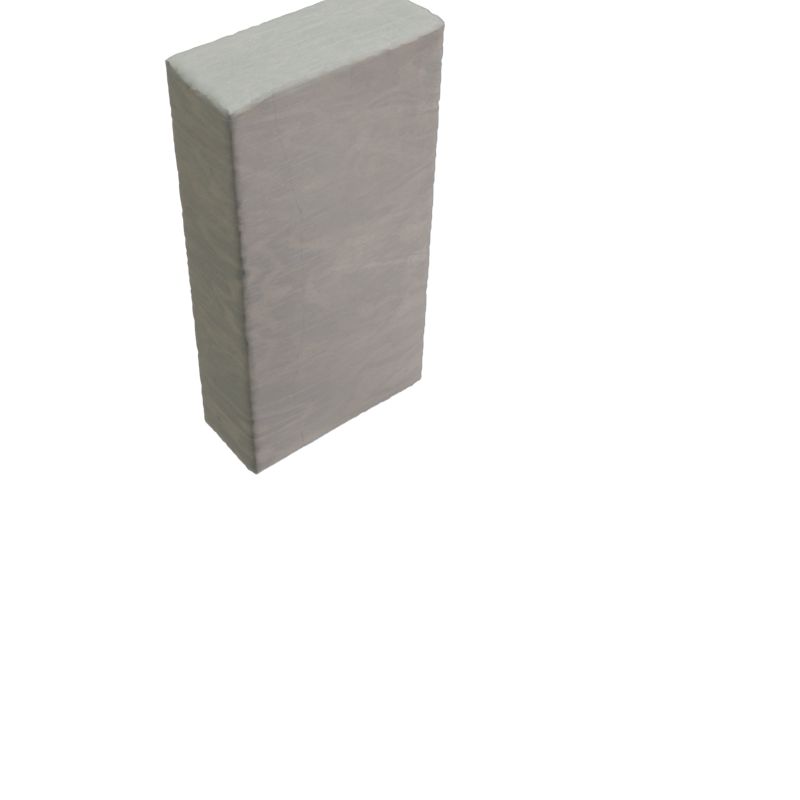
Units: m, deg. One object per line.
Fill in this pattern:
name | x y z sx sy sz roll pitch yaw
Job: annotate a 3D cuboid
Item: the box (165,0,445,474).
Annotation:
box | -0.033 -0.060 0.423 0.093 0.164 0.052 -29 54 -28
